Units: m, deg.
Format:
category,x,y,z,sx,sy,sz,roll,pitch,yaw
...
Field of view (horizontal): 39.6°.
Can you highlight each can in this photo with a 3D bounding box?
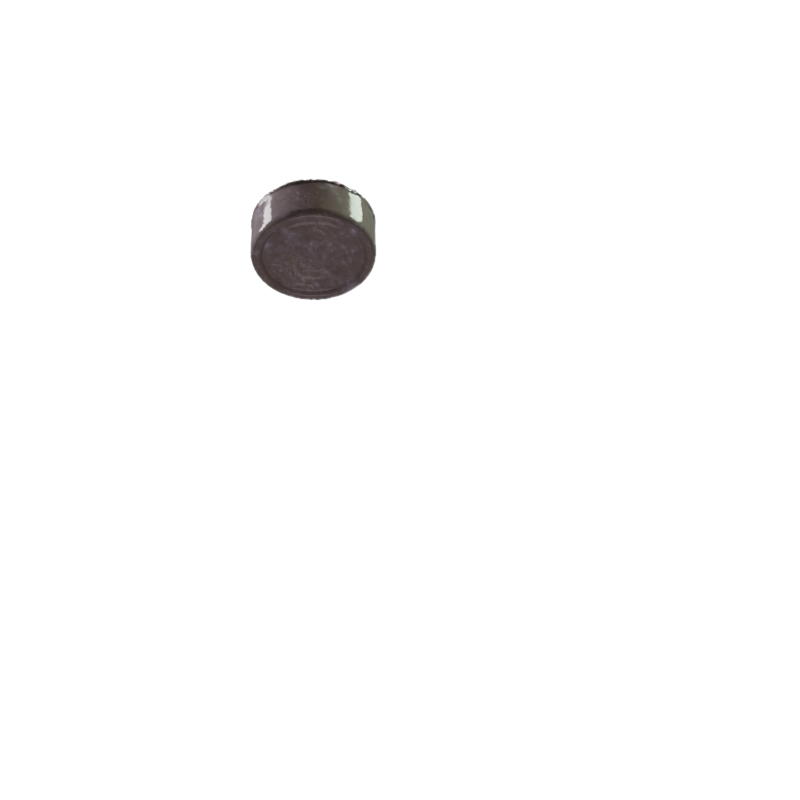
category,x,y,z,sx,sy,sz,roll,pitch,yaw
can,-0.059,-0.107,0.751,0.086,0.036,0.080,1,-41,-1
